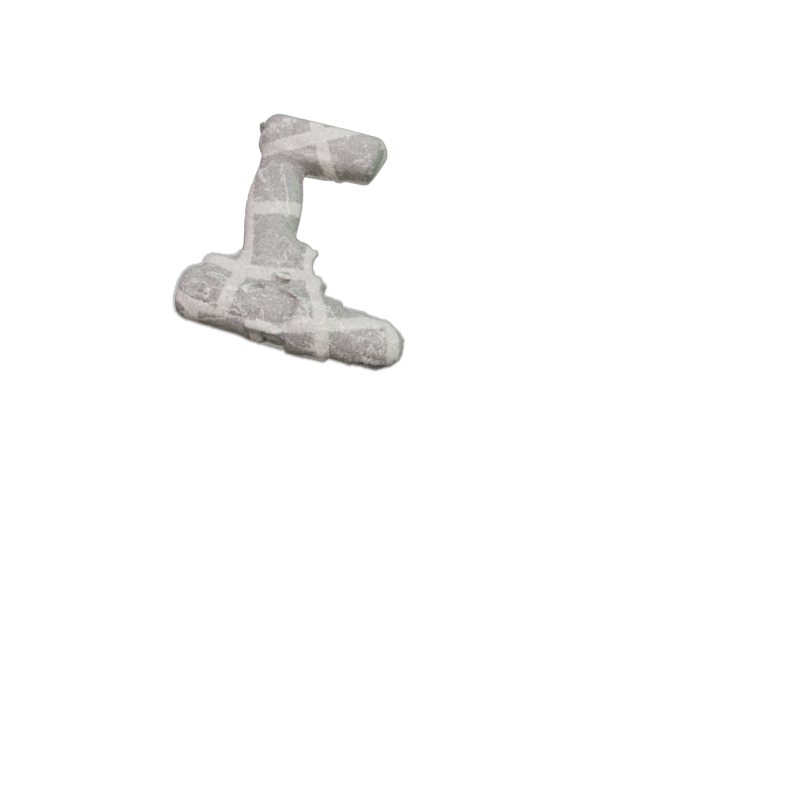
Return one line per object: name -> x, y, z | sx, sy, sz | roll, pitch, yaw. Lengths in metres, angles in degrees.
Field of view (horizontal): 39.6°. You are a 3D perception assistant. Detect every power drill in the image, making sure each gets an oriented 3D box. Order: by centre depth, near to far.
power drill -> -0.070, -0.127, 0.889 | 0.186, 0.194, 0.055 | 15, -19, 5
